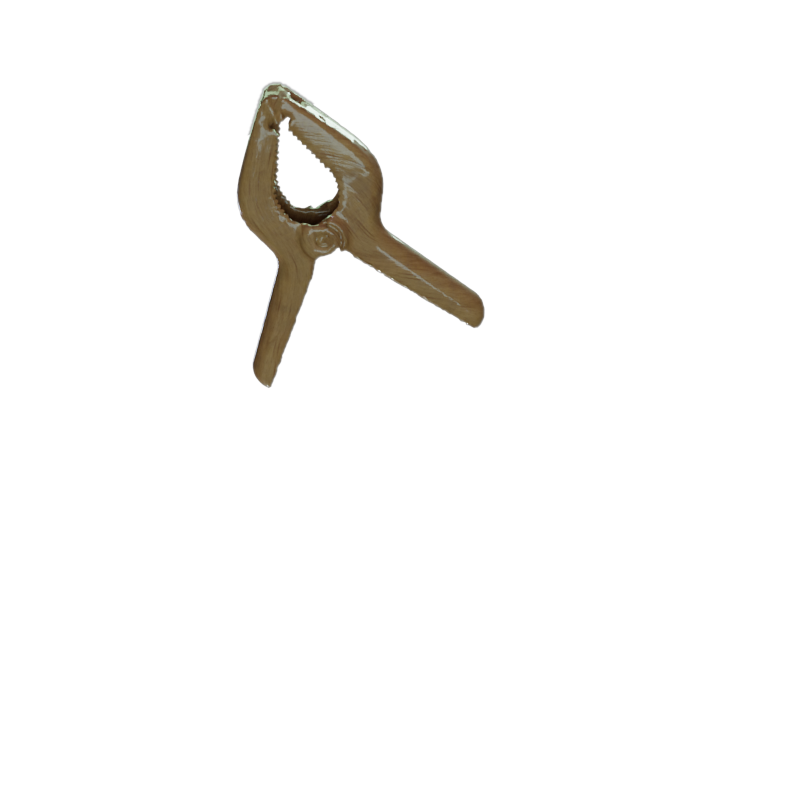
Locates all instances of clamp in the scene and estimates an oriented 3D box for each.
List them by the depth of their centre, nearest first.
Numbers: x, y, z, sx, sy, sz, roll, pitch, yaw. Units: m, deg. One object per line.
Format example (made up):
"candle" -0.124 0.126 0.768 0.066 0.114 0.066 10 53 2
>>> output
"clamp" -0.057 -0.104 0.728 0.165 0.198 0.039 -23 26 12
